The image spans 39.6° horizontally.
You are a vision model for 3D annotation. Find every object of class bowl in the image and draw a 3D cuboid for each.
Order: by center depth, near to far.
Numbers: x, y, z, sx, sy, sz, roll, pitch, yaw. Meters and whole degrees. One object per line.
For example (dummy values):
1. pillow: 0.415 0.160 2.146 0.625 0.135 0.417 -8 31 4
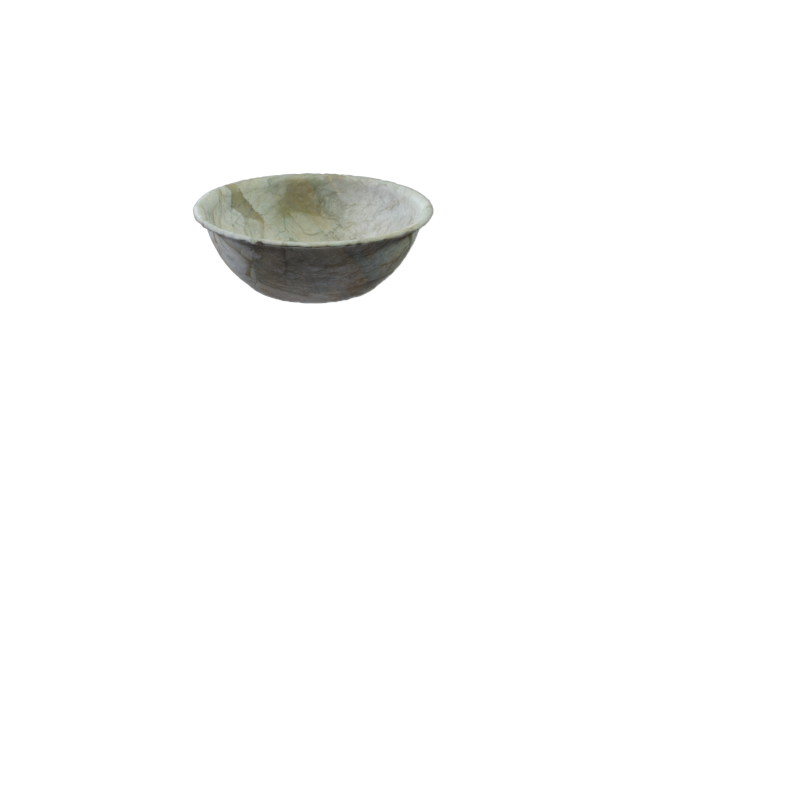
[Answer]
1. bowl: -0.059 -0.108 0.755 0.162 0.052 0.171 -1 26 -2
